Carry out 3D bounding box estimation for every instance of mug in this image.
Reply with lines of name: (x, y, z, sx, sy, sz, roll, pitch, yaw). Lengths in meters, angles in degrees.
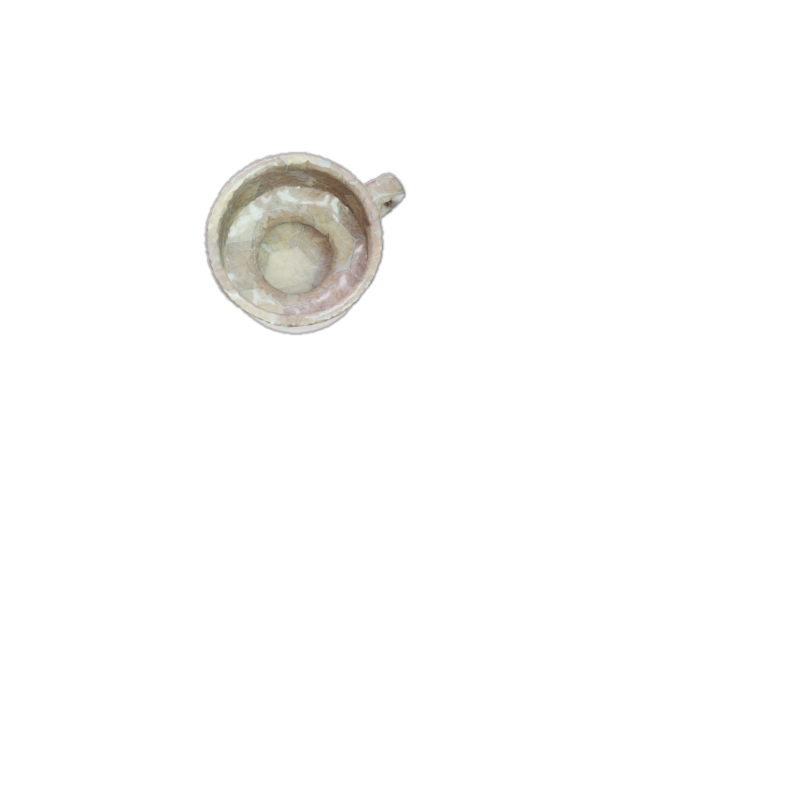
mug: (-0.048, -0.088, 0.619, 0.117, 0.095, 0.080, -36, -6, -7)
